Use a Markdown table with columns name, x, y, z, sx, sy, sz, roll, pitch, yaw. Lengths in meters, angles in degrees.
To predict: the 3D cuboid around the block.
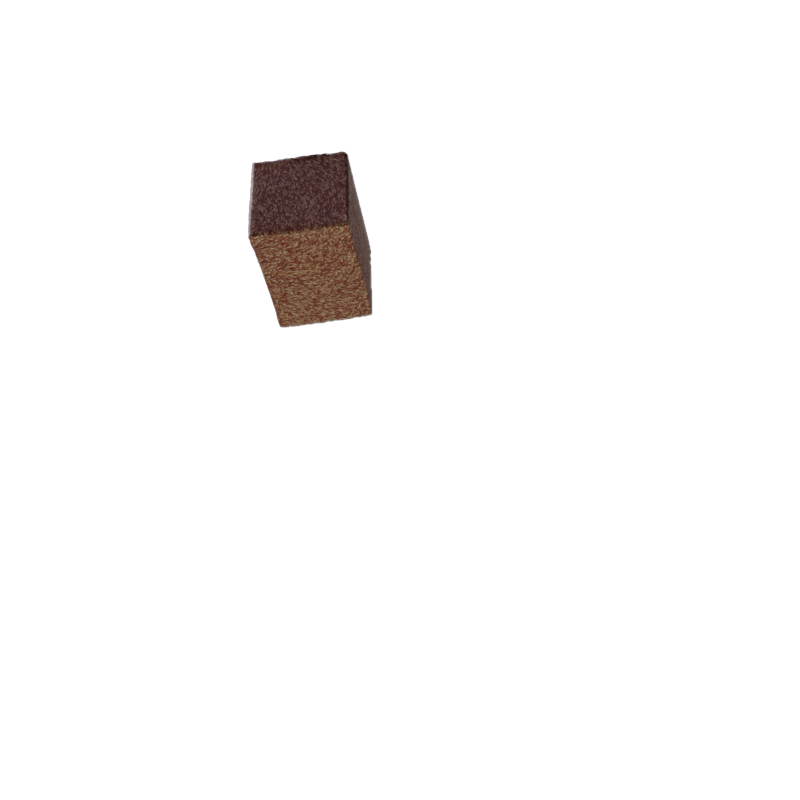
| name | x | y | z | sx | sy | sz | roll | pitch | yaw |
| --- | --- | --- | --- | --- | --- | --- | --- | --- | --- |
| block | -0.046 | -0.083 | 0.584 | 0.053 | 0.055 | 0.072 | -6 | -37 | 6 |
